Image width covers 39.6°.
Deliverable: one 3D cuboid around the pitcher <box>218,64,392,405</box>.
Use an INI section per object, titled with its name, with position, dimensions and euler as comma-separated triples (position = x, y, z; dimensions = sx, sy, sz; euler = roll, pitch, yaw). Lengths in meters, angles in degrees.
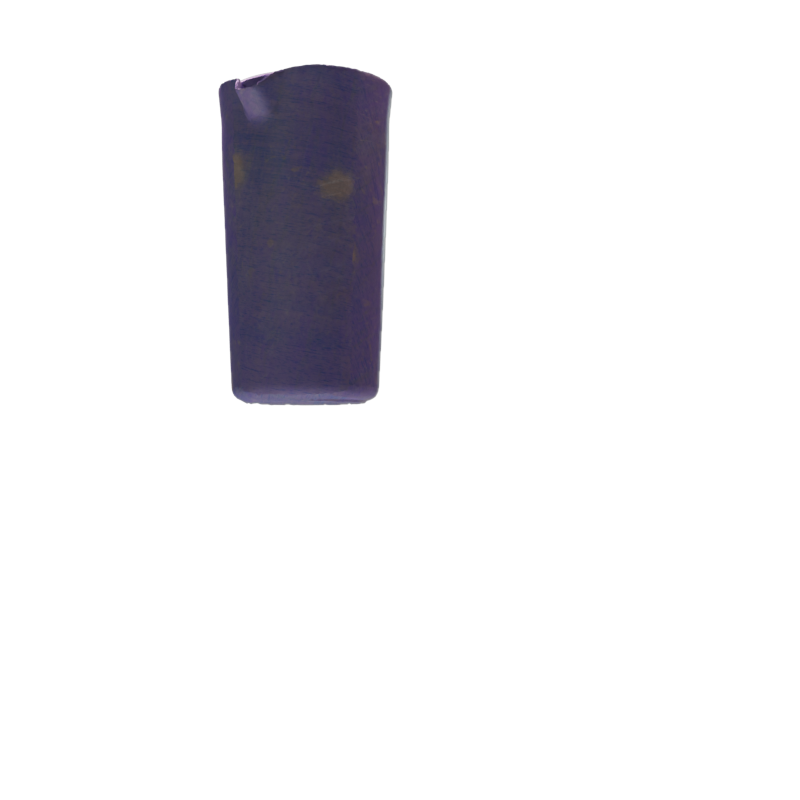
[pitcher]
position = -0.066, -0.120, 0.838
dimensions = 0.146, 0.249, 0.145
euler = 2, -8, -18
